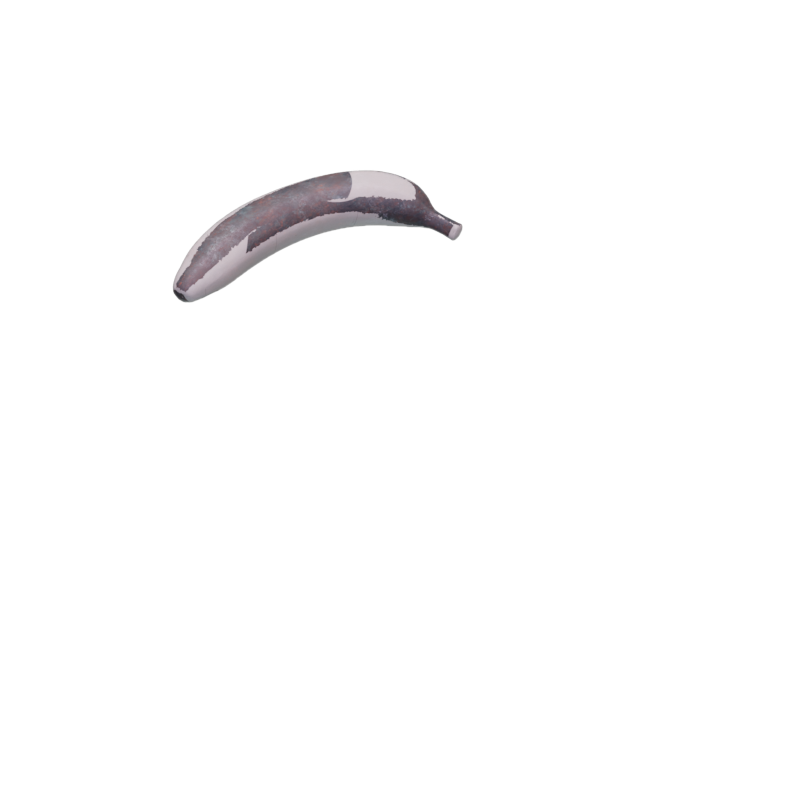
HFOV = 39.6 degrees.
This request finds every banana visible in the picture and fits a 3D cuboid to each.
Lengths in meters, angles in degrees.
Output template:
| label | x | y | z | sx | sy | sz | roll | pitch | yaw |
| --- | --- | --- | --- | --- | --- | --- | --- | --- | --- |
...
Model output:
| label | x | y | z | sx | sy | sz | roll | pitch | yaw |
| --- | --- | --- | --- | --- | --- | --- | --- | --- | --- |
| banana | -0.060 | -0.114 | 0.719 | 0.195 | 0.034 | 0.075 | -17 | 45 | -18 |
